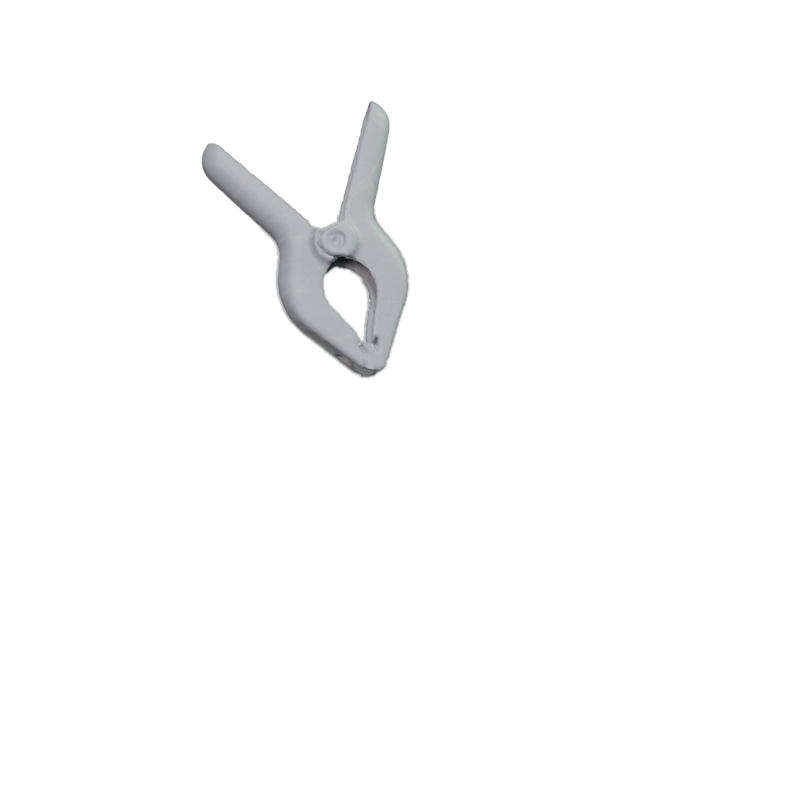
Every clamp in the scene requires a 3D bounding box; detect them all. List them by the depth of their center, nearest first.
[{"bbox_3d":[-0.053,-0.096,0.675,0.120,0.179,0.038,-10,-16,-3],"label":"clamp"}]
